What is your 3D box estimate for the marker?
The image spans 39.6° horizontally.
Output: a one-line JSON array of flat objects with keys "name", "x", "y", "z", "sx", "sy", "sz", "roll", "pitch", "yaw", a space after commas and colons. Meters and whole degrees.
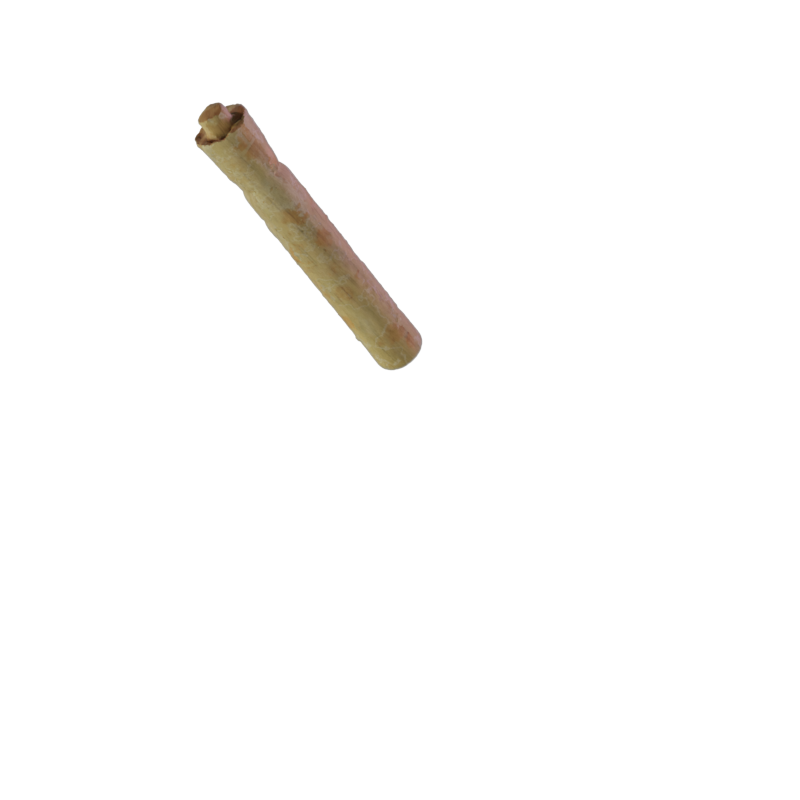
[{"name": "marker", "x": -0.029, "y": -0.053, "z": 0.368, "sx": 0.021, "sy": 0.020, "sz": 0.112, "roll": 3, "pitch": -36, "yaw": 42}]
